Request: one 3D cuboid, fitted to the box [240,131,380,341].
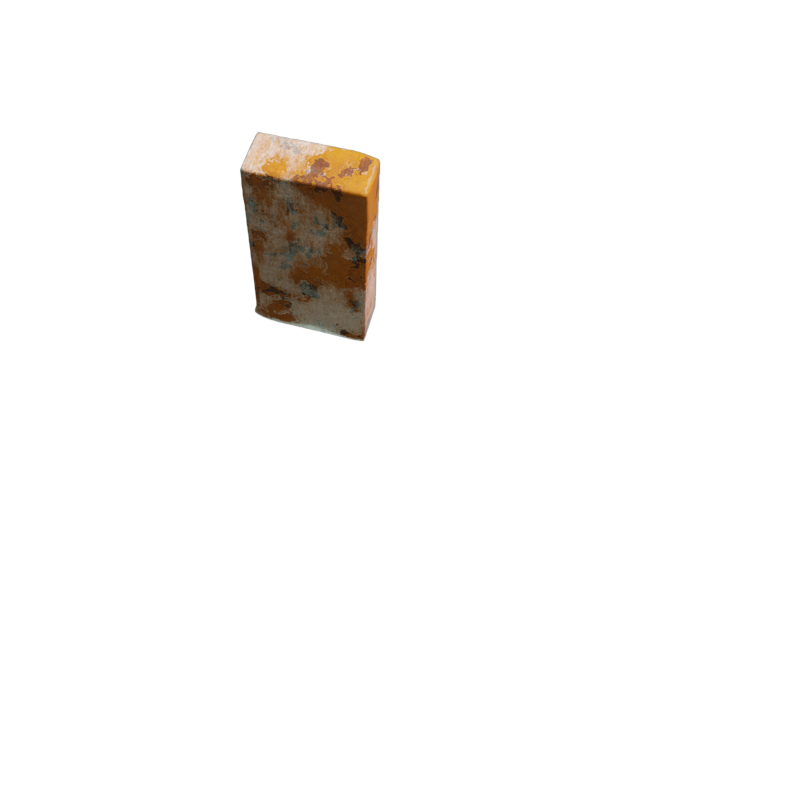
[{"bbox_3d":[-0.064,-0.118,0.824,0.095,0.050,0.165,15,-35,7],"label":"box"}]
